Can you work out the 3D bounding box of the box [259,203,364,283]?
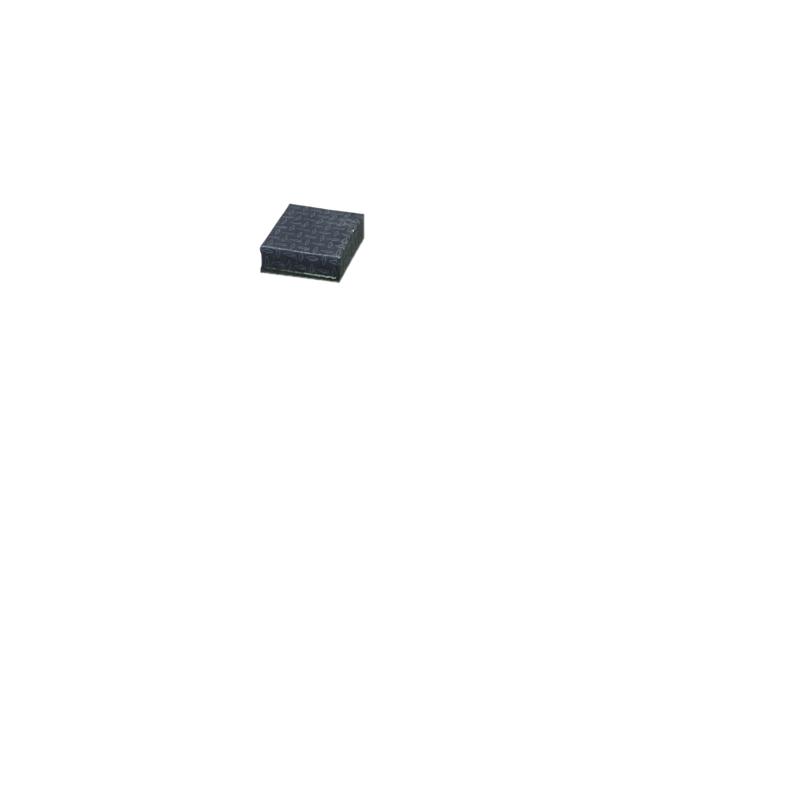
[{"bbox_3d":[-0.077,-0.141,0.988,0.075,0.028,0.093,8,35,12],"label":"box"}]
